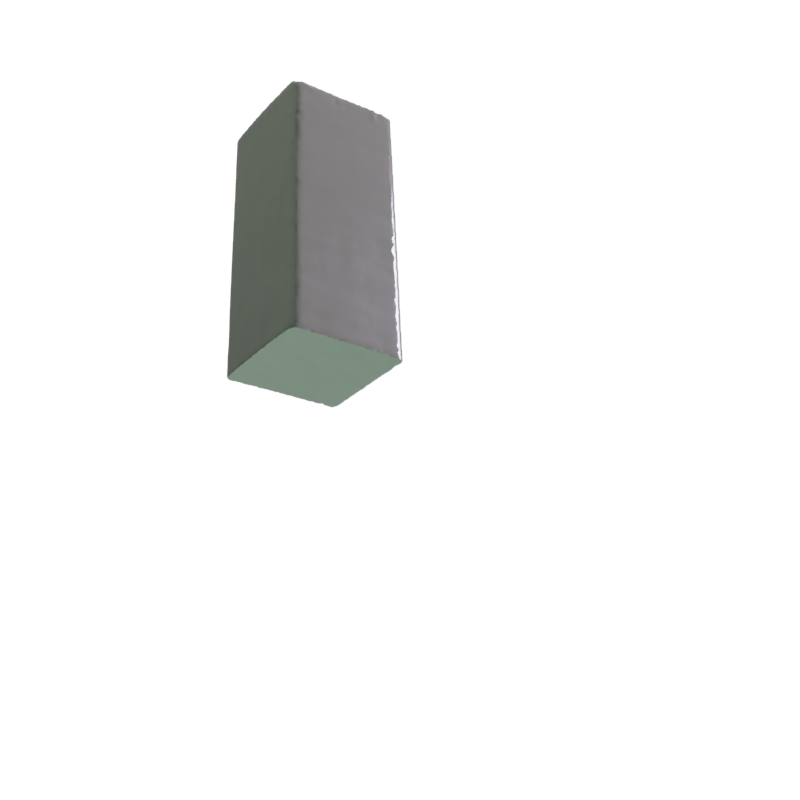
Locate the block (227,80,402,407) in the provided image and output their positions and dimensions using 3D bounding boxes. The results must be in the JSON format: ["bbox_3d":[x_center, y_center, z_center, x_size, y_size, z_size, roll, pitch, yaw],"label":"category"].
[{"bbox_3d":[-0.063,-0.115,0.801,0.086,0.220,0.089,18,-36,-30],"label":"block"}]
